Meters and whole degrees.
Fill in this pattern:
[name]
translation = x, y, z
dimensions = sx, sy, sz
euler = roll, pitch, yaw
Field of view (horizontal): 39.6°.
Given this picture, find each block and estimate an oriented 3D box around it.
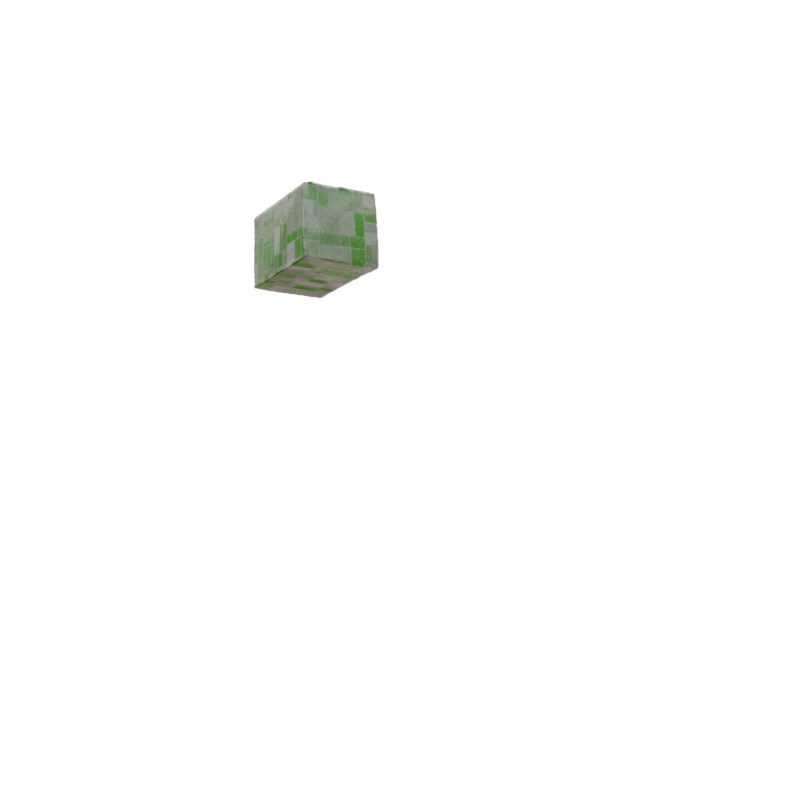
[block]
translation = -0.056, -0.102, 0.714
dimensions = 0.051, 0.053, 0.078
euler = 8, -15, -30
